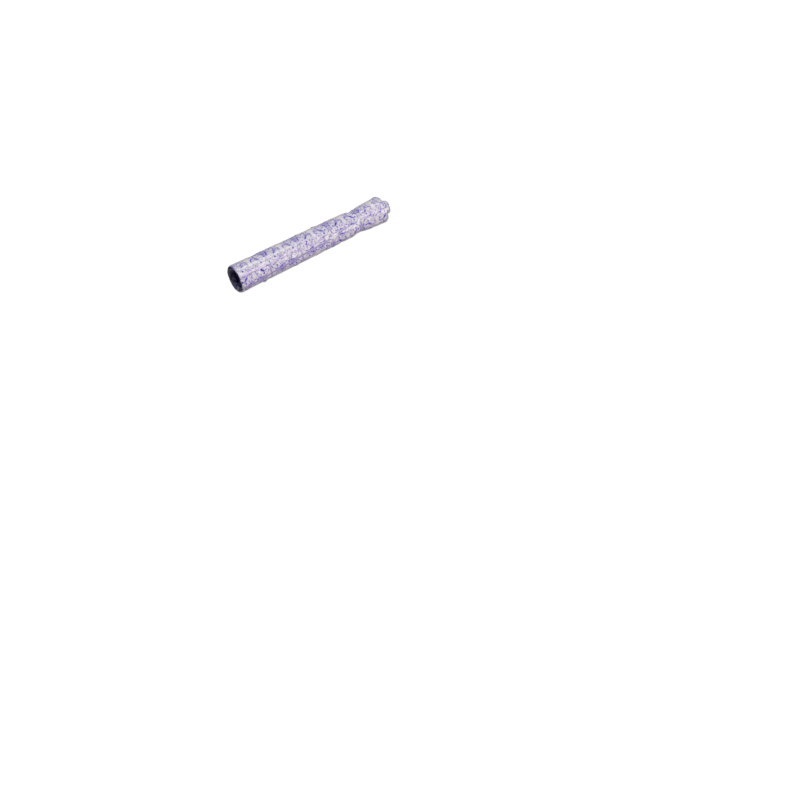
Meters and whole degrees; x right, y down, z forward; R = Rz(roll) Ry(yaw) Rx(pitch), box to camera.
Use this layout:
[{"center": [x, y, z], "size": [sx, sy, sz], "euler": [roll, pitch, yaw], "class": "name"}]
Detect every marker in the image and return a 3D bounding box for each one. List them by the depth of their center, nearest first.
[{"center": [-0.056, -0.103, 0.720], "size": [0.121, 0.019, 0.020], "euler": [-30, 17, -25], "class": "marker"}]
